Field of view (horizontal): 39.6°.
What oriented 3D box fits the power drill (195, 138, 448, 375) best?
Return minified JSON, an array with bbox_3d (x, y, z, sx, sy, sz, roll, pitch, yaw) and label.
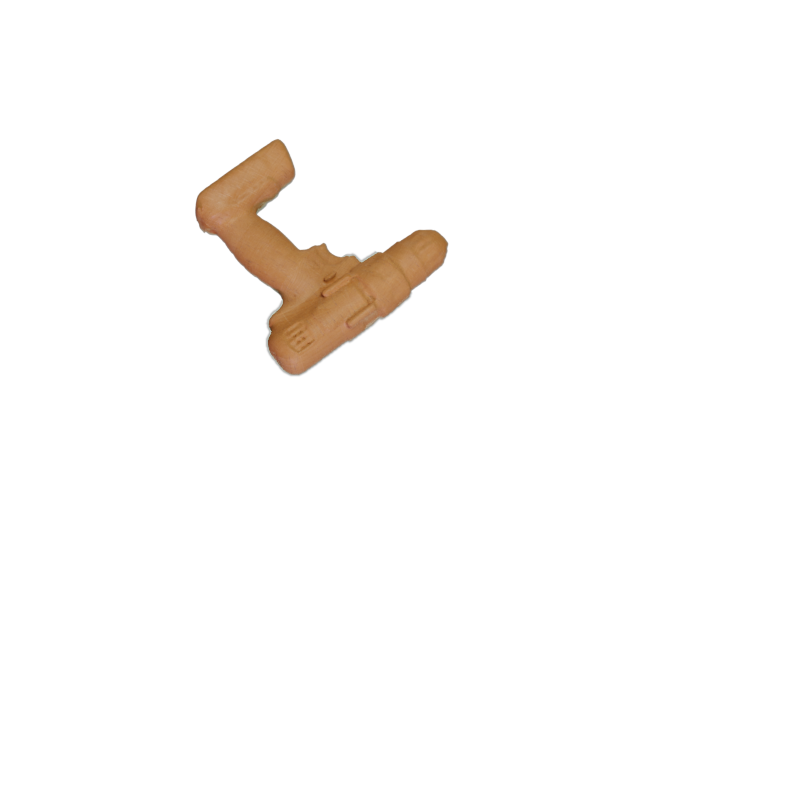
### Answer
[{"bbox_3d":[-0.077,-0.140,0.980,0.185,0.197,0.054,-36,-18,-15],"label":"power drill"}]
